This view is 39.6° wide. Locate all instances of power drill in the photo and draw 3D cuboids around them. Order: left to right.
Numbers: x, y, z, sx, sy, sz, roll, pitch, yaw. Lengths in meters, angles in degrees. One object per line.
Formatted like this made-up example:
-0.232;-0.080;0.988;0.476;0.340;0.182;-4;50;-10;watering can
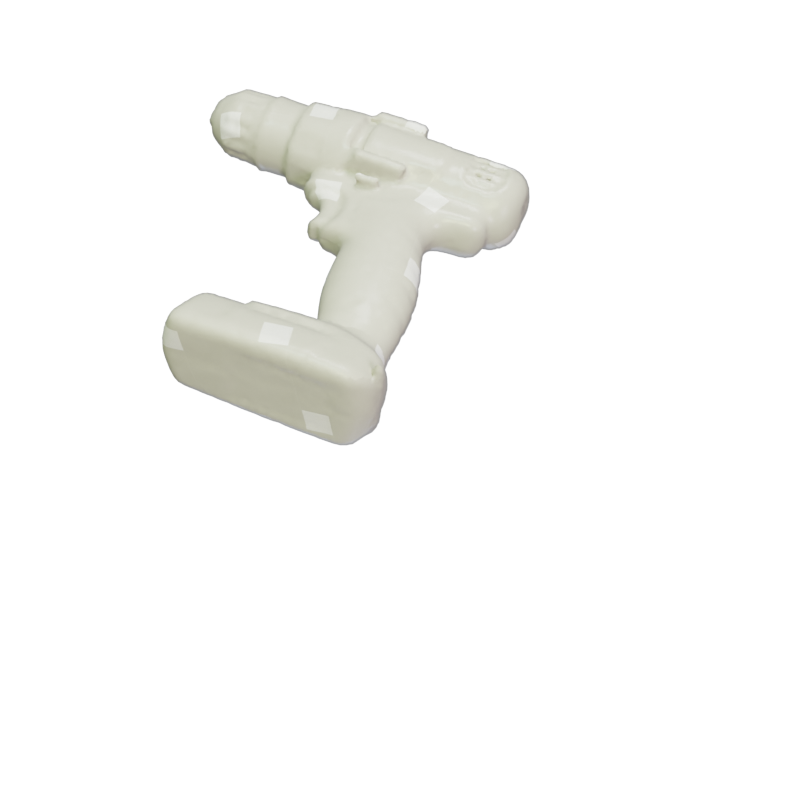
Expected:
-0.044;-0.081;0.566;0.190;0.195;0.053;18;-37;14;power drill
